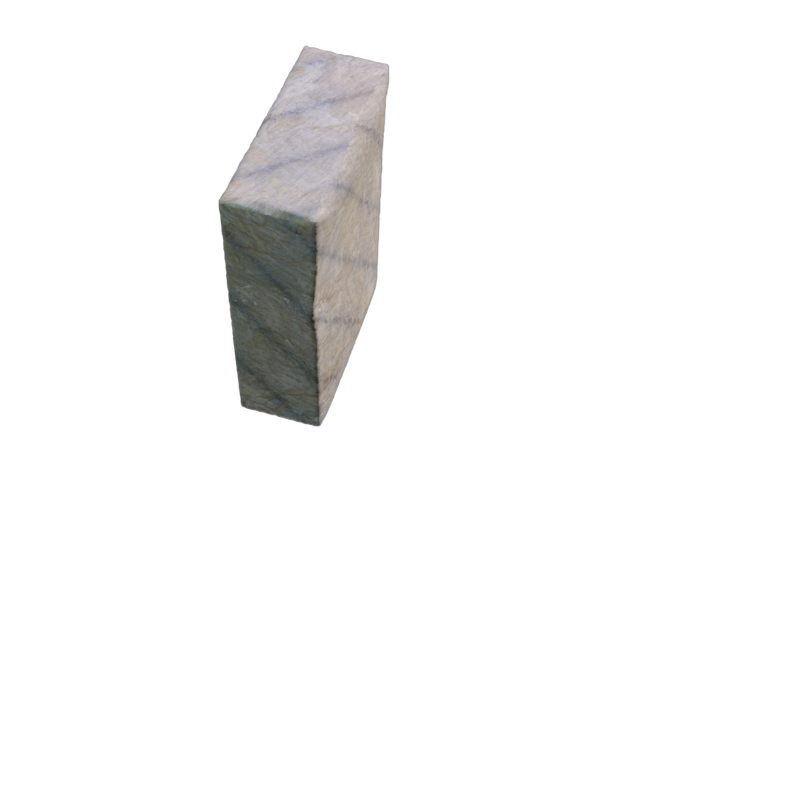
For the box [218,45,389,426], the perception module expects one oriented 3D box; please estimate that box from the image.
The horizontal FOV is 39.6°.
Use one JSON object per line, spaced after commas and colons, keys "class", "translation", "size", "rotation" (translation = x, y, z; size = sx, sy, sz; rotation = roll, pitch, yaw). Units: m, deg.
{"class": "box", "translation": [-0.061, -0.111, 0.779], "size": [0.073, 0.173, 0.199], "rotation": [13, -38, 7]}
